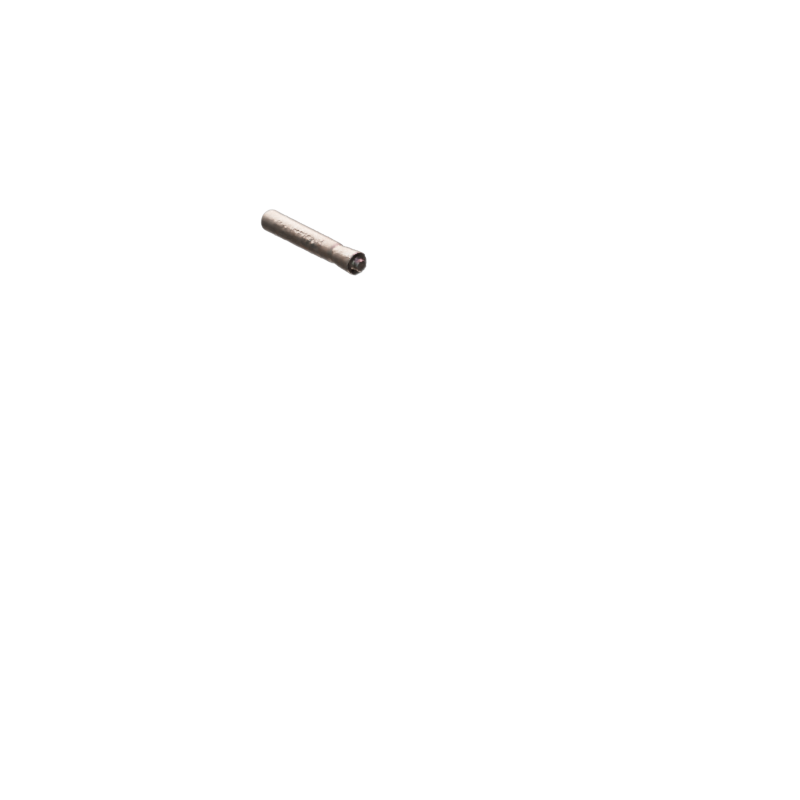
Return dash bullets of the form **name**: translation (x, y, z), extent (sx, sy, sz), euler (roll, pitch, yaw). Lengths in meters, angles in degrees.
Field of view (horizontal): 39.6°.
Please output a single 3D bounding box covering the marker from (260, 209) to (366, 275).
- **marker**: translation (-0.068, -0.125, 0.875), extent (0.019, 0.019, 0.129), euler (-3, 24, -41)
